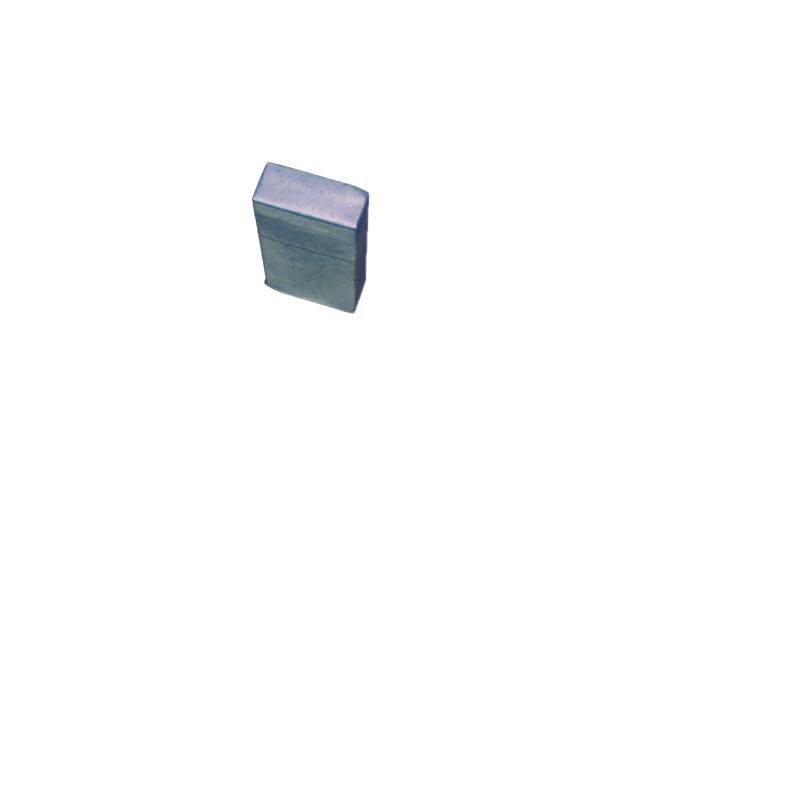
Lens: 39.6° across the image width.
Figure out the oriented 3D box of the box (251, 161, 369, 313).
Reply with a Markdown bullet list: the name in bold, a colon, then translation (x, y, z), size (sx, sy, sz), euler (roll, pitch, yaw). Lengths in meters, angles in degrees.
- **box**: translation (-0.077, -0.140, 0.981), size (0.095, 0.050, 0.167), euler (18, -22, 4)
